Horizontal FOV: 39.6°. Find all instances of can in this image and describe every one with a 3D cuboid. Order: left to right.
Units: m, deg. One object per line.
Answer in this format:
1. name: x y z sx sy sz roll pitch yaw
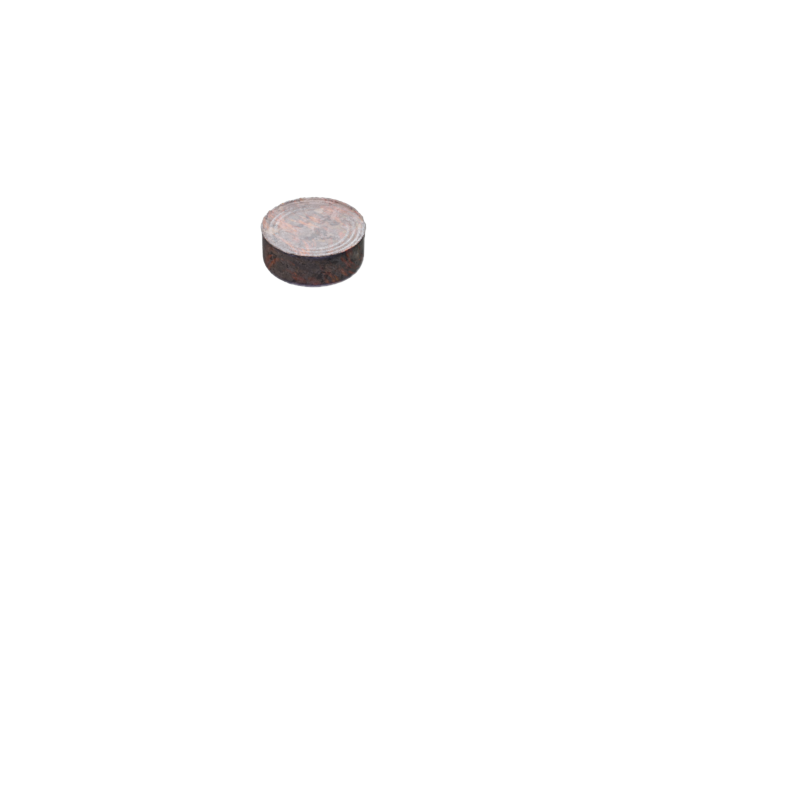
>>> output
1. can: -0.071 -0.130 0.912 0.086 0.031 0.092 -1 40 -2
